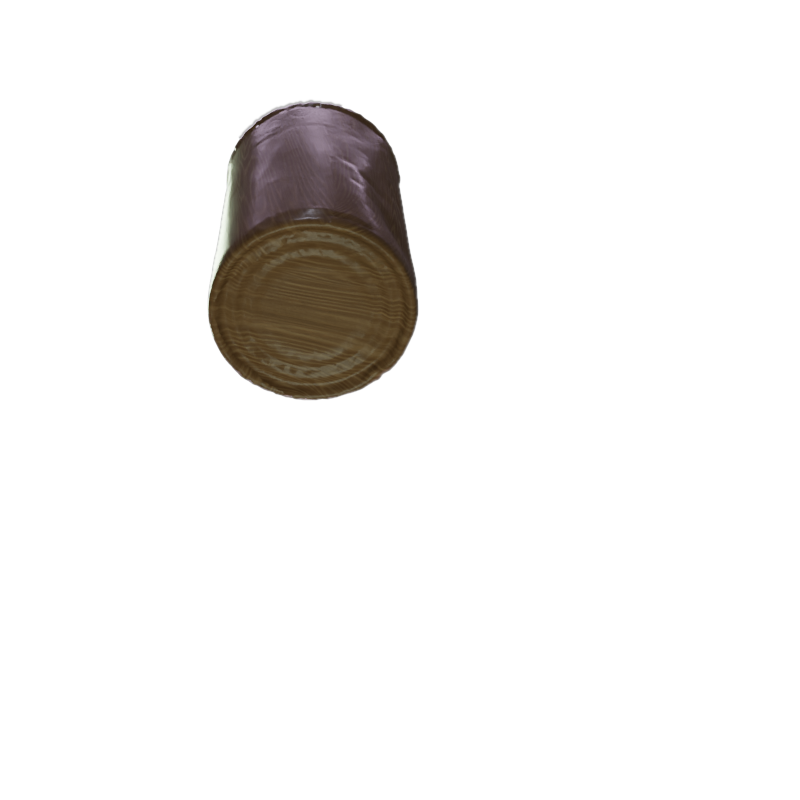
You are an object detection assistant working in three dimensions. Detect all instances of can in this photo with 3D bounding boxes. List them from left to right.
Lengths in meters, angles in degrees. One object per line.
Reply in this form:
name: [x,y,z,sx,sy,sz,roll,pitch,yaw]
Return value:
can: [-0.031,-0.056,0.390,0.068,0.064,0.109,-1,32,-3]
